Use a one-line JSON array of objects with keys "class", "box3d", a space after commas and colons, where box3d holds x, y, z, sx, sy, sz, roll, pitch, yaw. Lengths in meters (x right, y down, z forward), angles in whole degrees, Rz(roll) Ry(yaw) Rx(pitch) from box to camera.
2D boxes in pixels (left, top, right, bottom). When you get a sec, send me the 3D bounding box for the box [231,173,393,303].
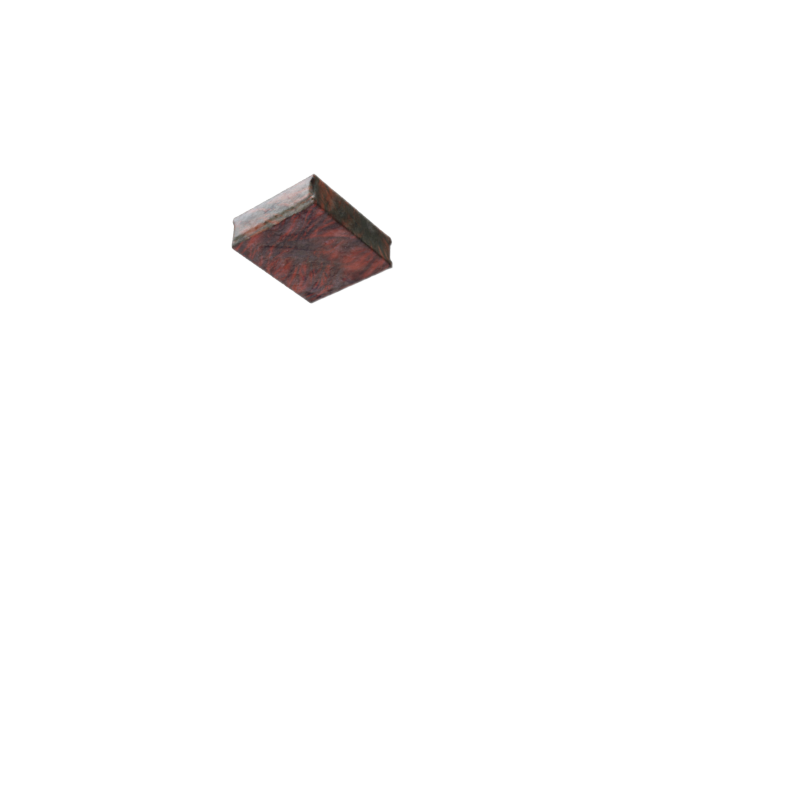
[{"class": "box", "box3d": [-0.059, -0.108, 0.760, 0.073, 0.032, 0.083, -24, -40, 31]}]
